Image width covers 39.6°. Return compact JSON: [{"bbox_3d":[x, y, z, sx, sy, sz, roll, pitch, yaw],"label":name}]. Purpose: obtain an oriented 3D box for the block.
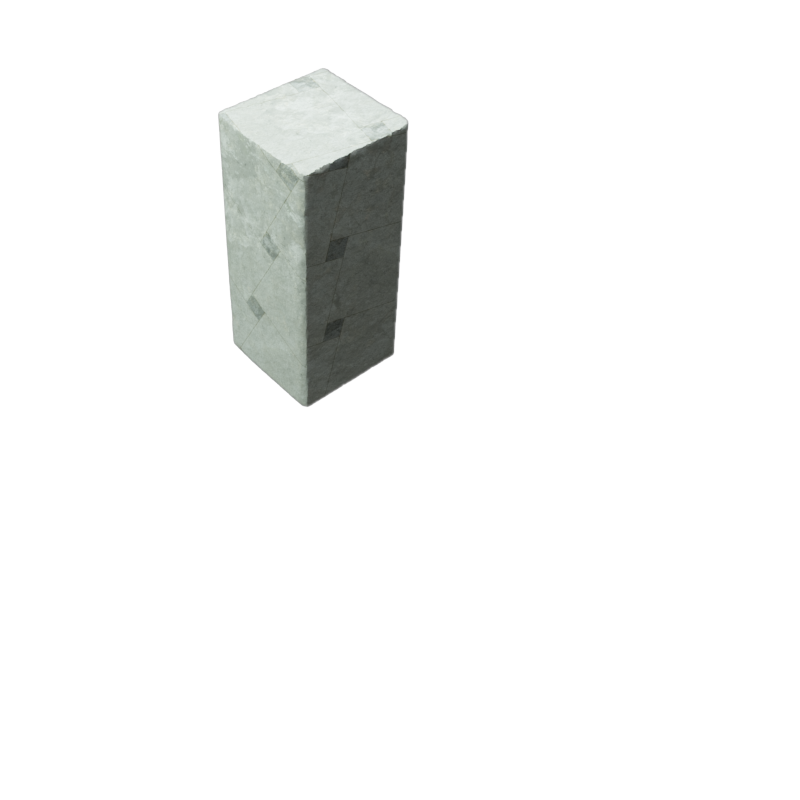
[{"bbox_3d":[-0.060,-0.109,0.764,0.091,0.192,0.097,-29,52,-30],"label":"block"}]
